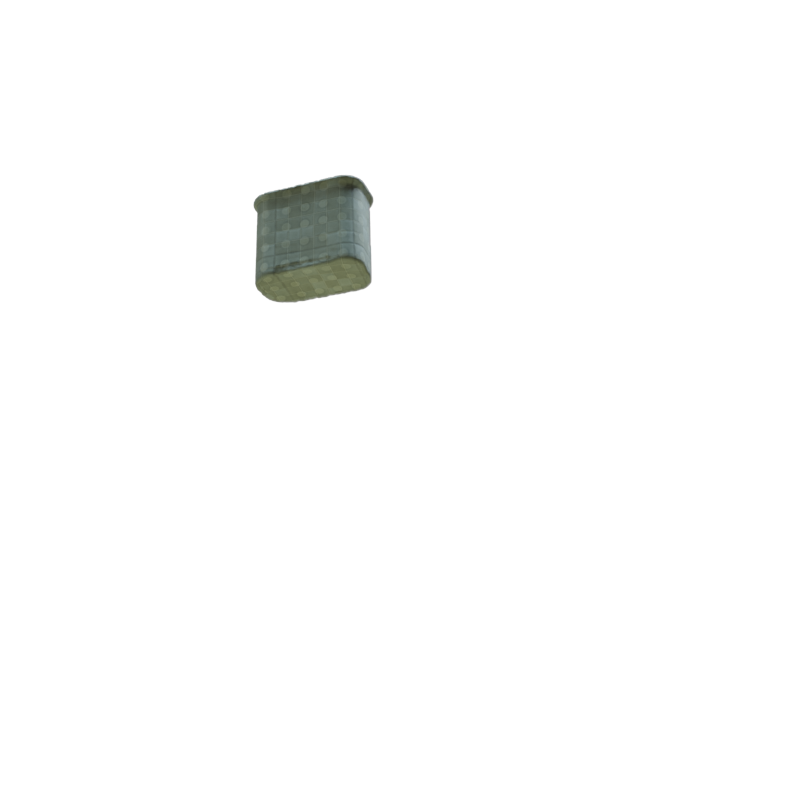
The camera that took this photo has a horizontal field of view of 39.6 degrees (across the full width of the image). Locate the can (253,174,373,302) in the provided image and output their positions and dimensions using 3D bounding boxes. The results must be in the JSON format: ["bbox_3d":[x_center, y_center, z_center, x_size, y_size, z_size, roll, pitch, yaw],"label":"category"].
[{"bbox_3d":[-0.074,-0.135,0.943,0.103,0.089,0.053,-11,-31,17],"label":"can"}]
